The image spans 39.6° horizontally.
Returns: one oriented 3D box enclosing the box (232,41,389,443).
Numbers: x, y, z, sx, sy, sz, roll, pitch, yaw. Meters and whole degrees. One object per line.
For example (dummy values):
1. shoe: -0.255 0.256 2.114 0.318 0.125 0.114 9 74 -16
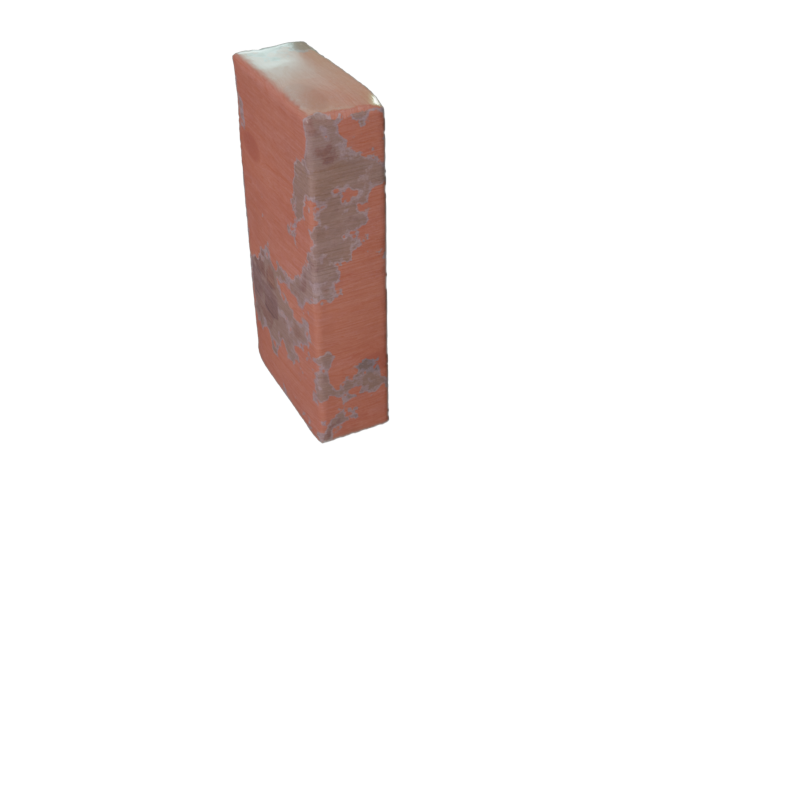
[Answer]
1. box: -0.042 -0.078 0.547 0.047 0.165 0.101 -13 36 -23
